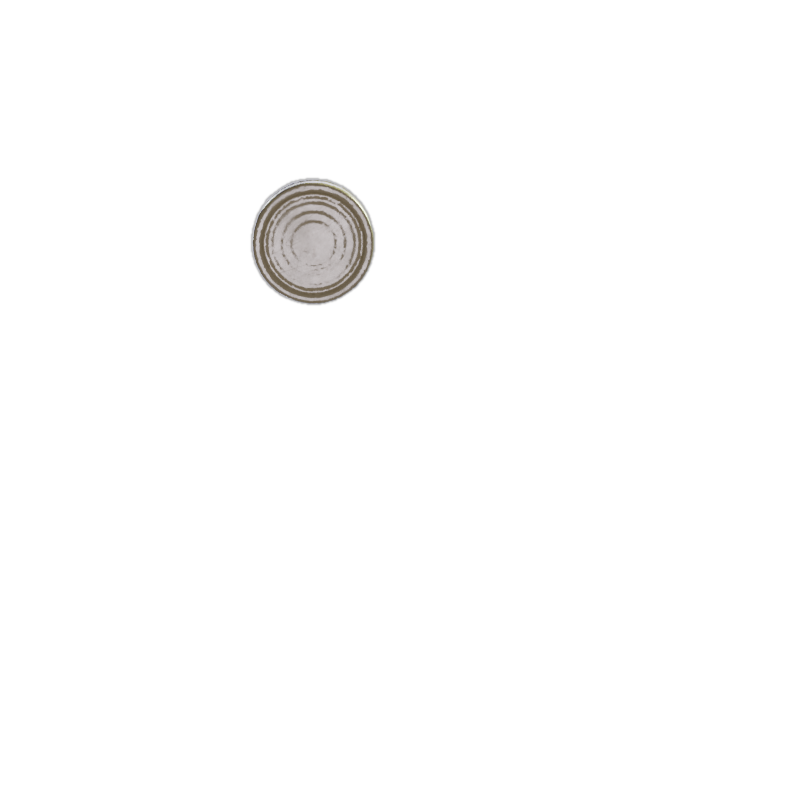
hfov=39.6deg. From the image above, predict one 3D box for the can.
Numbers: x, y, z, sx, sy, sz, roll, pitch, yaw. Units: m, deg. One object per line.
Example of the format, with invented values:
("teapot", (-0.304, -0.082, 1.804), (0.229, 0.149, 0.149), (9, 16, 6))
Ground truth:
("can", (-0.061, -0.110, 0.774), (0.086, 0.085, 0.034), (0, 7, -1))
